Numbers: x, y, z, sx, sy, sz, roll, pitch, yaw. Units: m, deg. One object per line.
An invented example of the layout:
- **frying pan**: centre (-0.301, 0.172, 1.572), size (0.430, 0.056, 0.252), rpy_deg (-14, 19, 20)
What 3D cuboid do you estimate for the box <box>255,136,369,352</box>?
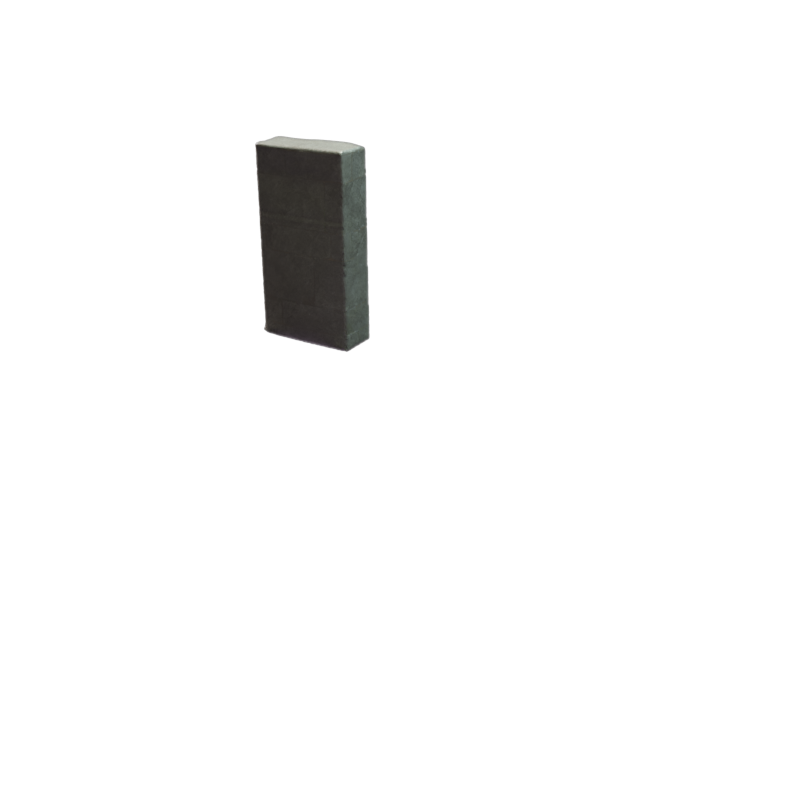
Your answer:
- **box**: centre (-0.075, -0.138, 0.966), size (0.098, 0.170, 0.047), rpy_deg (12, 19, 32)
